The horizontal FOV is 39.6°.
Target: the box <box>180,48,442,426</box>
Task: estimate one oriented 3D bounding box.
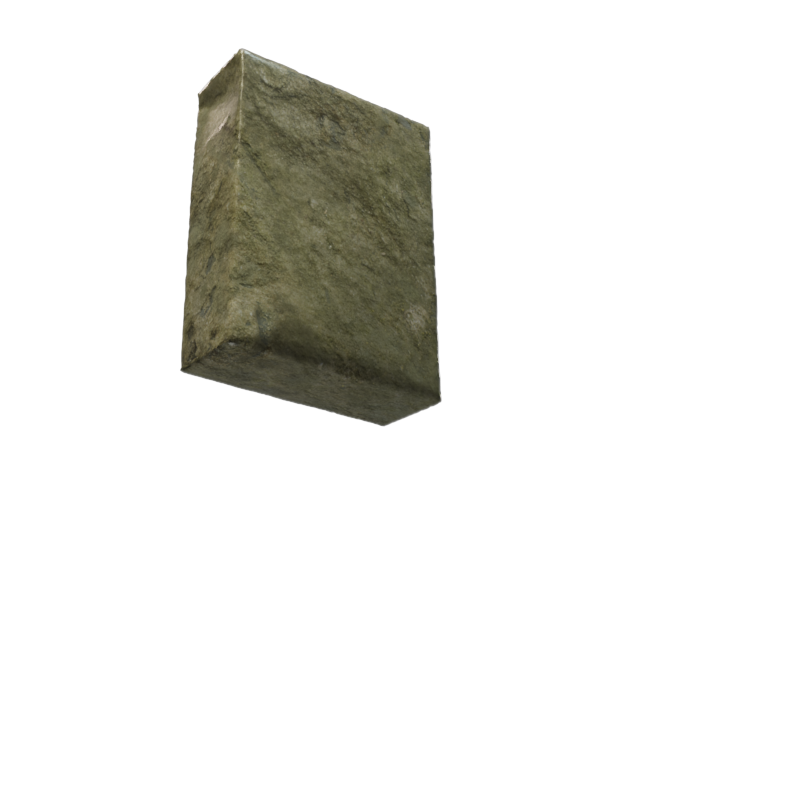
[{"bbox_3d":[-0.058,-0.106,0.740,0.156,0.227,0.071,16,-32,-32],"label":"box"}]
